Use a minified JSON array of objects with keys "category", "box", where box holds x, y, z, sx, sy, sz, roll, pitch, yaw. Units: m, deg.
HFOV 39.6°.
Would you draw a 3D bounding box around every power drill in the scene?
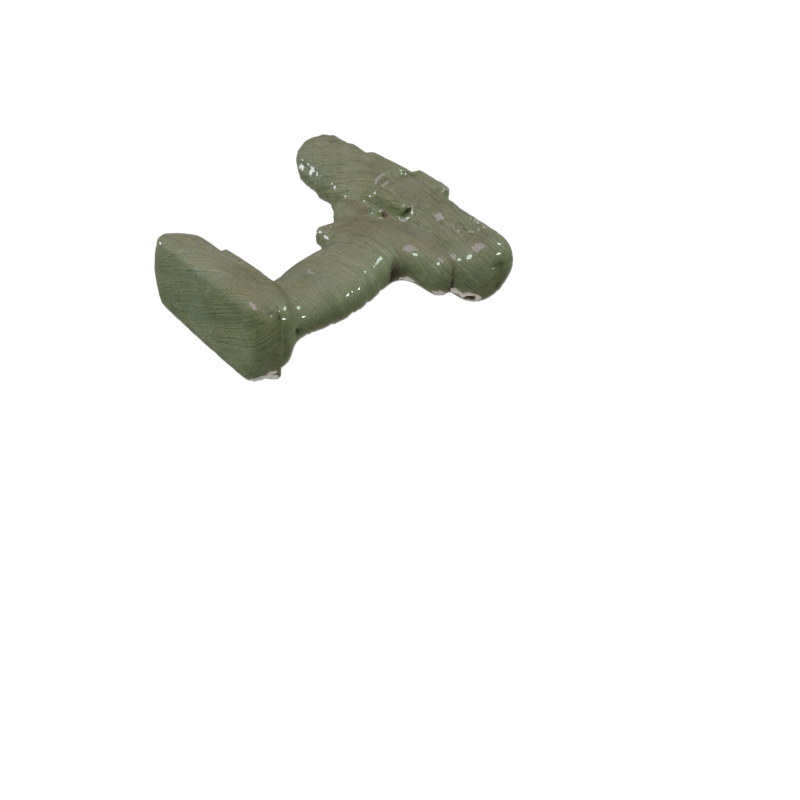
[{"category":"power drill","box":[-0.053,-0.097,0.683,0.187,0.054,0.198,-28,47,-31]}]
